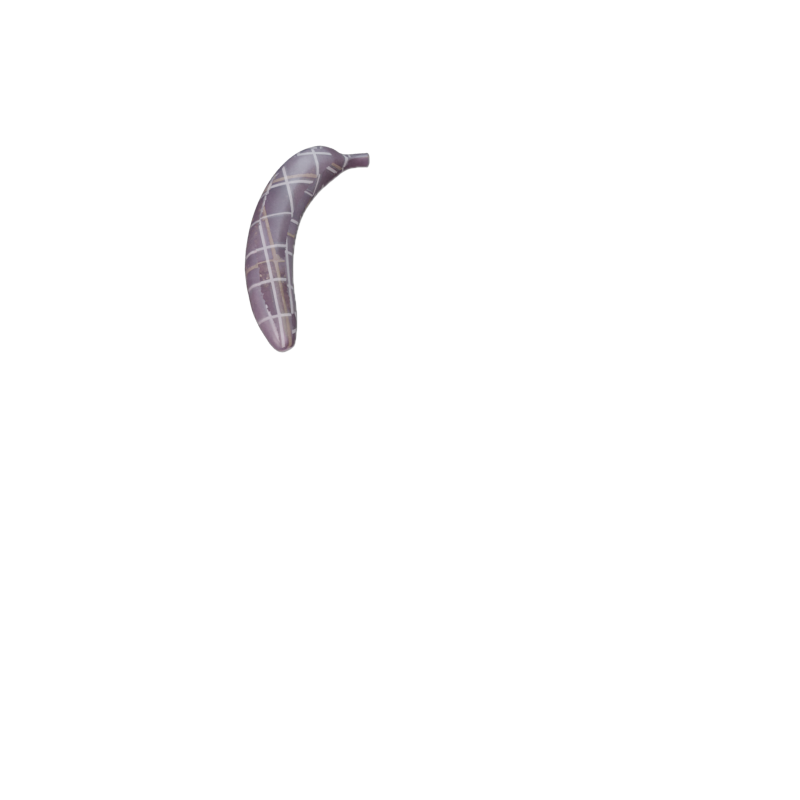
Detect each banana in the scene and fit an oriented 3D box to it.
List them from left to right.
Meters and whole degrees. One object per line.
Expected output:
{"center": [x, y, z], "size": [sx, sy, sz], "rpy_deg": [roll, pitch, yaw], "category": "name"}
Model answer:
{"center": [-0.084, -0.132, 0.866], "size": [0.071, 0.207, 0.034], "rpy_deg": [15, -29, 8], "category": "banana"}
